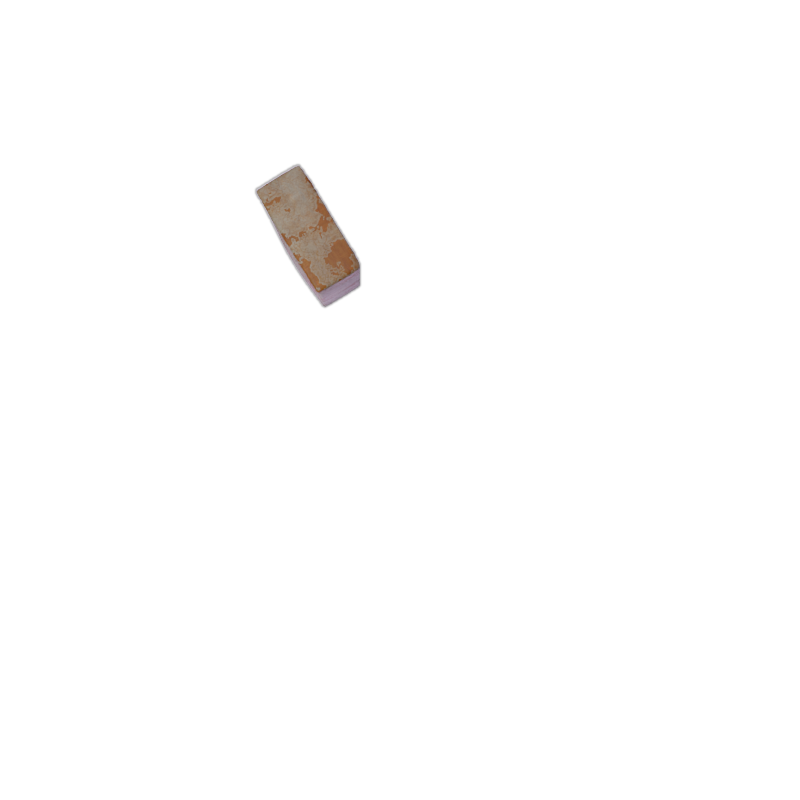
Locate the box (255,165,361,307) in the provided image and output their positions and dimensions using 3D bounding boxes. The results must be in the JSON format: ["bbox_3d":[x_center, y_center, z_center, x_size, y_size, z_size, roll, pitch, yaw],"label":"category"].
[{"bbox_3d":[-0.071,-0.129,0.906,0.048,0.094,0.175,-31,1,-4],"label":"box"}]
